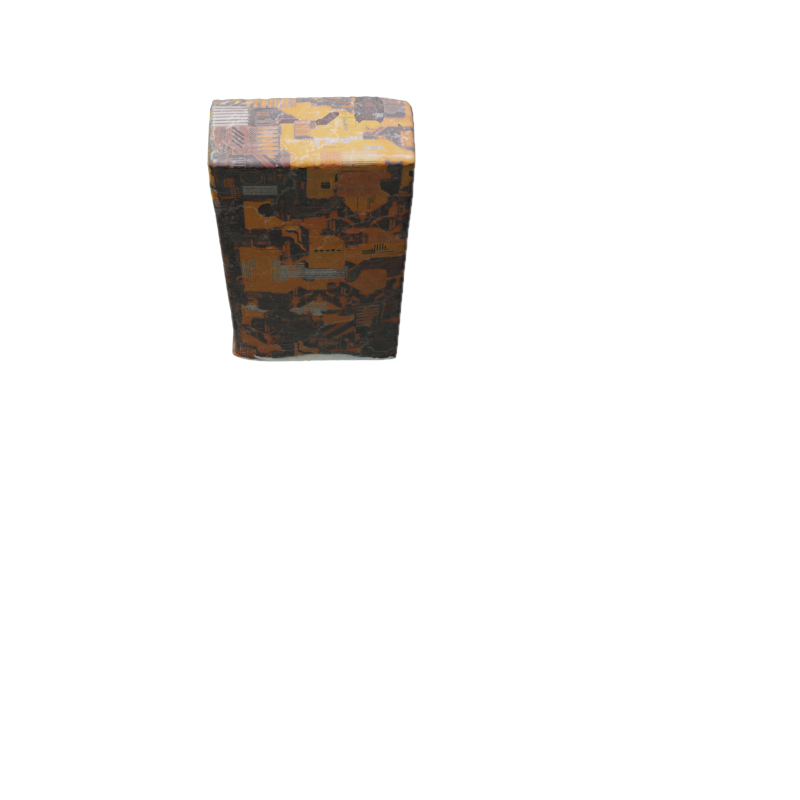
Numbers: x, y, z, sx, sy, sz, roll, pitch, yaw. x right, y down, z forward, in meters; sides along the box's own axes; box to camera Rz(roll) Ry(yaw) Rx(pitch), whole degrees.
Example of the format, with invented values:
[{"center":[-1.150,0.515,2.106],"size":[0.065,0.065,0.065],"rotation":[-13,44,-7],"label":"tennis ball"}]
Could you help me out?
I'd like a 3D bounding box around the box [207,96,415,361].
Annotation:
[{"center":[-0.044,-0.080,0.559],"size":[0.093,0.051,0.165],"rotation":[1,-32,-3],"label":"box"}]
